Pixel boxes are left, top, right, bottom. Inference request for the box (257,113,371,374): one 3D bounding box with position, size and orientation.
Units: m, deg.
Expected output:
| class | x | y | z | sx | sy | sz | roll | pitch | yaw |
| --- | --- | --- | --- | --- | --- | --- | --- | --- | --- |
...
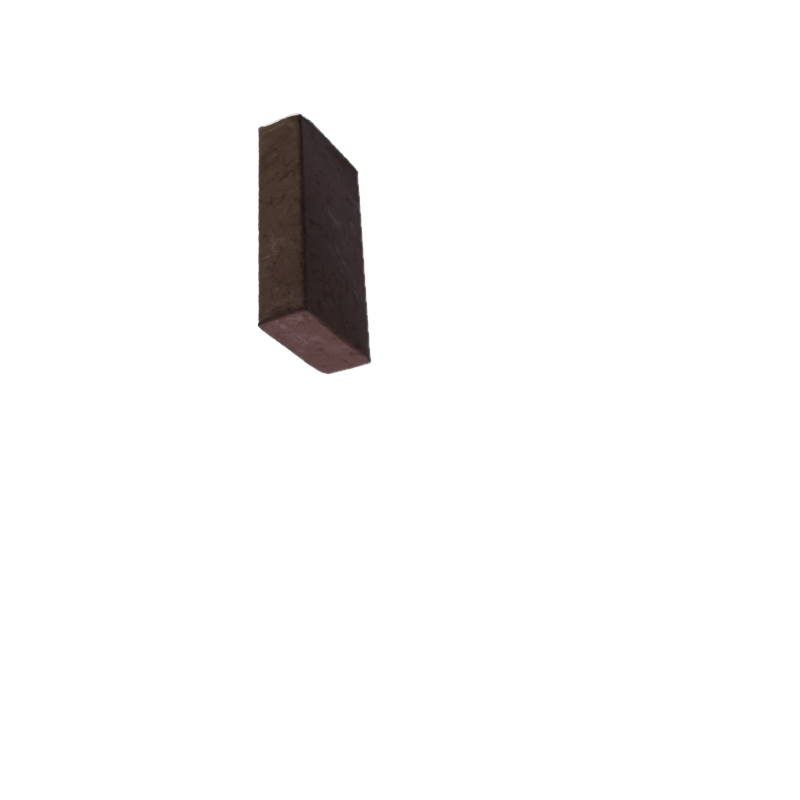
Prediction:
| class | x | y | z | sx | sy | sz | roll | pitch | yaw |
| --- | --- | --- | --- | --- | --- | --- | --- | --- | --- |
| box | -0.064 | -0.117 | 0.816 | 0.049 | 0.188 | 0.086 | -18 | -33 | 24 |
